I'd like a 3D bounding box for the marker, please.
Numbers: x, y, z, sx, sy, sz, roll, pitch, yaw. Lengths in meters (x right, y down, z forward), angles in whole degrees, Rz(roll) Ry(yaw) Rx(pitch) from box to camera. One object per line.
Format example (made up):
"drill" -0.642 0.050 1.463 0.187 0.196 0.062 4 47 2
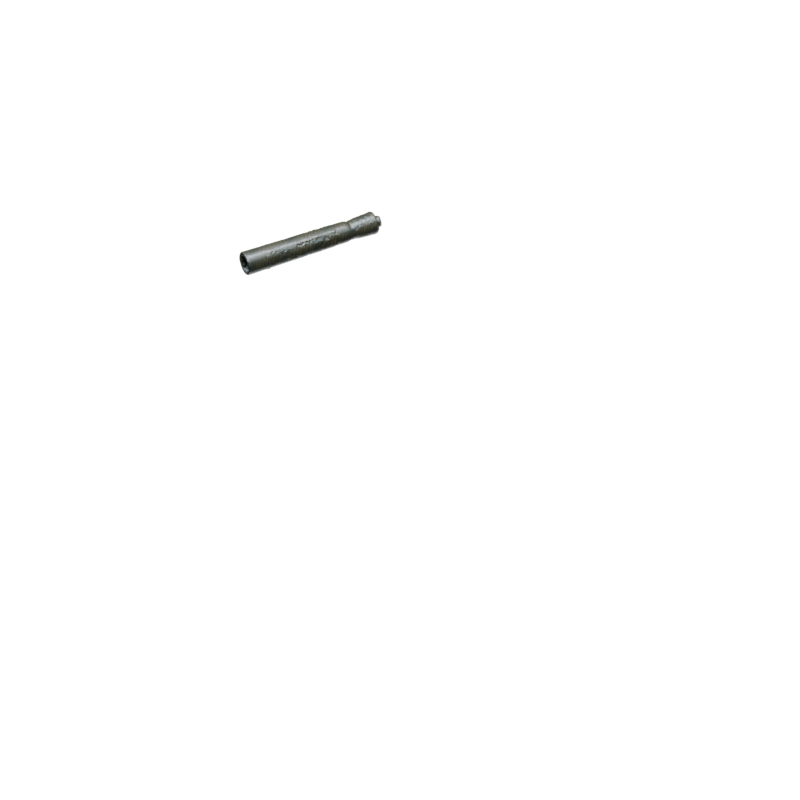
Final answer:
"marker" -0.069 -0.125 0.877 0.120 0.019 0.020 -21 12 -22
